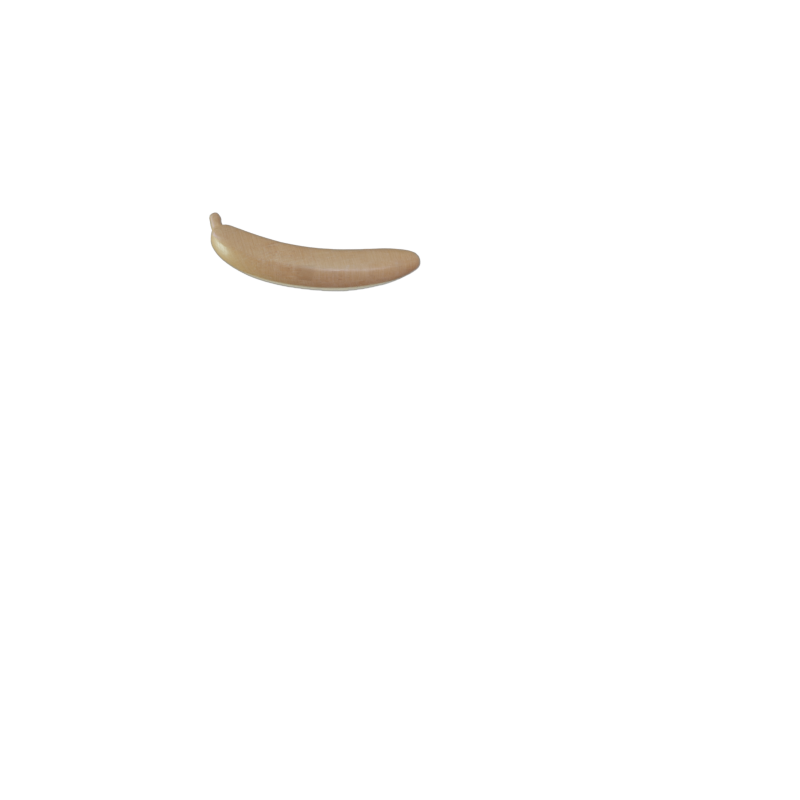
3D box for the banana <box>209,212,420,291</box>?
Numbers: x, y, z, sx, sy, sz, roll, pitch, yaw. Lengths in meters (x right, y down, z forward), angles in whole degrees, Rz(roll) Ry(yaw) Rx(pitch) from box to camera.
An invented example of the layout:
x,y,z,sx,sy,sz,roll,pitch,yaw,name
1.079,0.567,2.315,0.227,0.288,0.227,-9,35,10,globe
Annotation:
x,y,z,sx,sy,sz,roll,pitch,yaw,name
-0.085,-0.125,0.962,0.202,0.073,0.034,14,-38,11,banana
